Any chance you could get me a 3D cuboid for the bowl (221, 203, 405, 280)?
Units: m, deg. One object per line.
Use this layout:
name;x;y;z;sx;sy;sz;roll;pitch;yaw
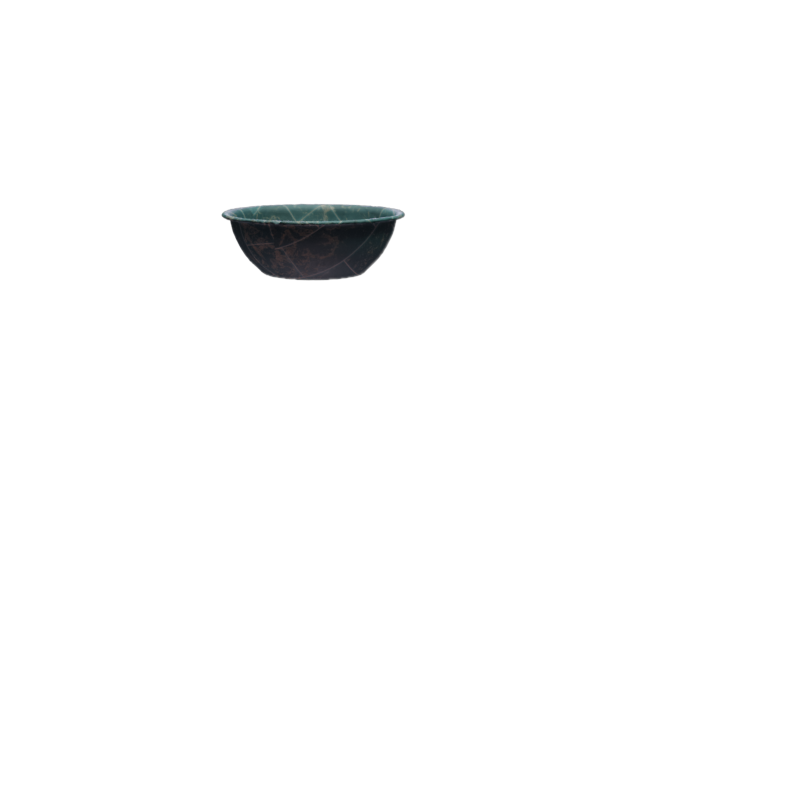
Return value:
bowl;-0.077;-0.140;0.980;0.162;0.054;0.167;0;15;-2
